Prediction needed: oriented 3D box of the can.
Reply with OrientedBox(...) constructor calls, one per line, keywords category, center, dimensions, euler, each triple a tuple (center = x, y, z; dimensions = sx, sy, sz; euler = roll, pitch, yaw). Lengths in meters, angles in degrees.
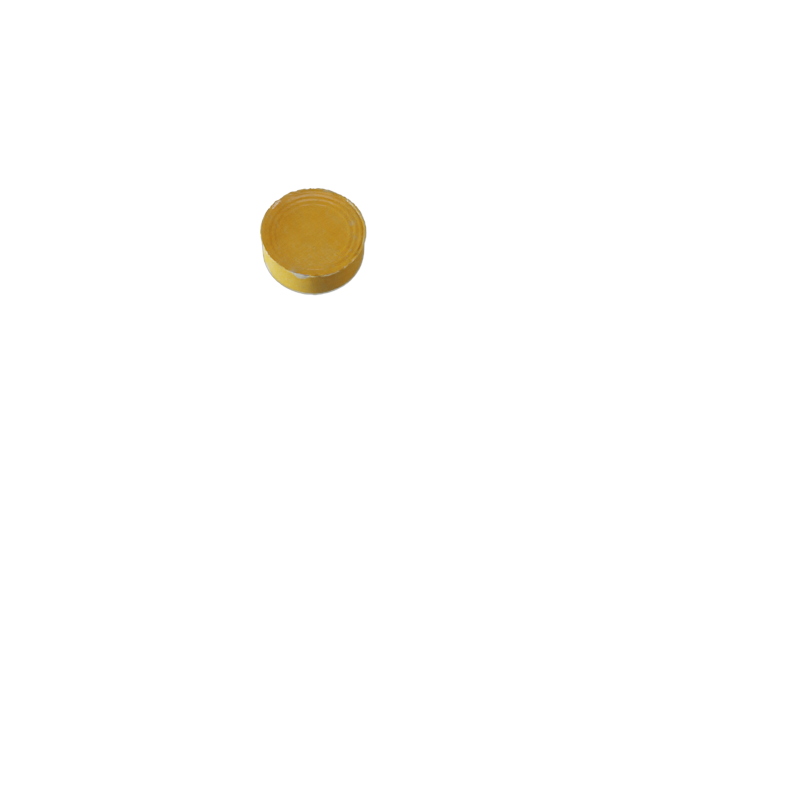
OrientedBox(category="can", center=(-0.071, -0.130, 0.908), dimensions=(0.086, 0.092, 0.031), euler=(-1, -31, -1))
